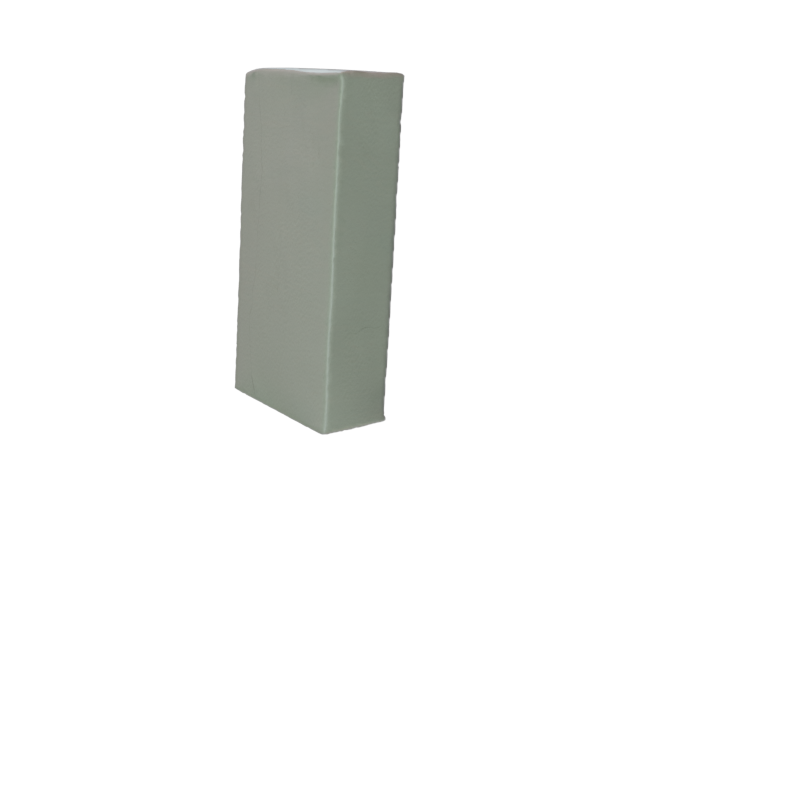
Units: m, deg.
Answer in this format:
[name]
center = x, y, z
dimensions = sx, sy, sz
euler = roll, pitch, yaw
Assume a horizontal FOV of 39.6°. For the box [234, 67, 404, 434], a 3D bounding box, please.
[box]
center = -0.045, -0.081, 0.570
dimensions = 0.047, 0.172, 0.098
euler = -7, 13, -35
